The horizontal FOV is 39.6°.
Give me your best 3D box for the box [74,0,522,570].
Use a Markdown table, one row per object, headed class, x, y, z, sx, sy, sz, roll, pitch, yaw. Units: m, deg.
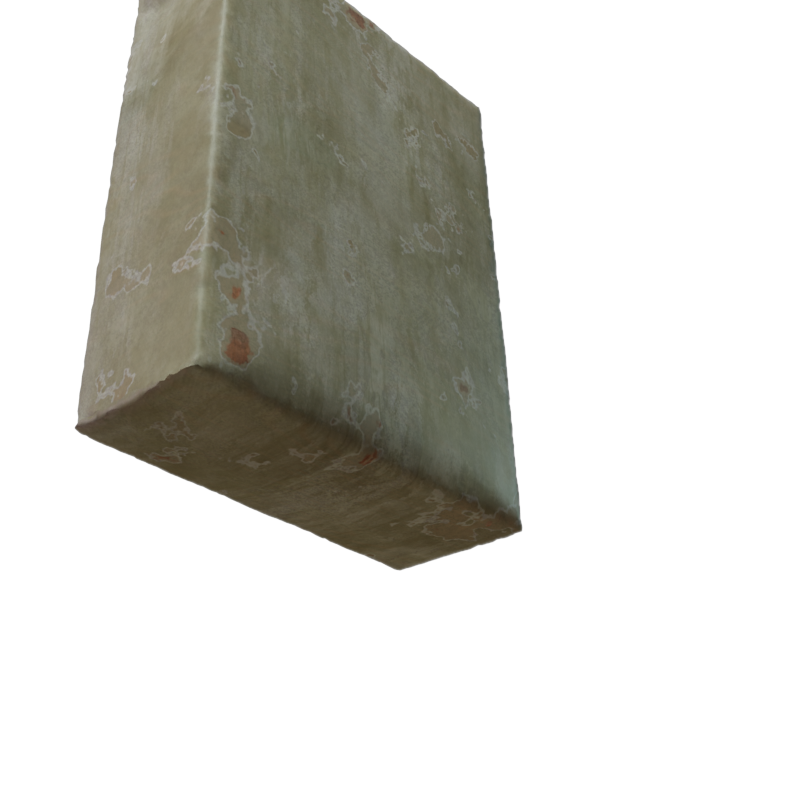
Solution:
| class | x | y | z | sx | sy | sz | roll | pitch | yaw |
| --- | --- | --- | --- | --- | --- | --- | --- | --- | --- |
| box | -0.034 | -0.063 | 0.439 | 0.072 | 0.229 | 0.153 | -29 | -42 | 34 |
